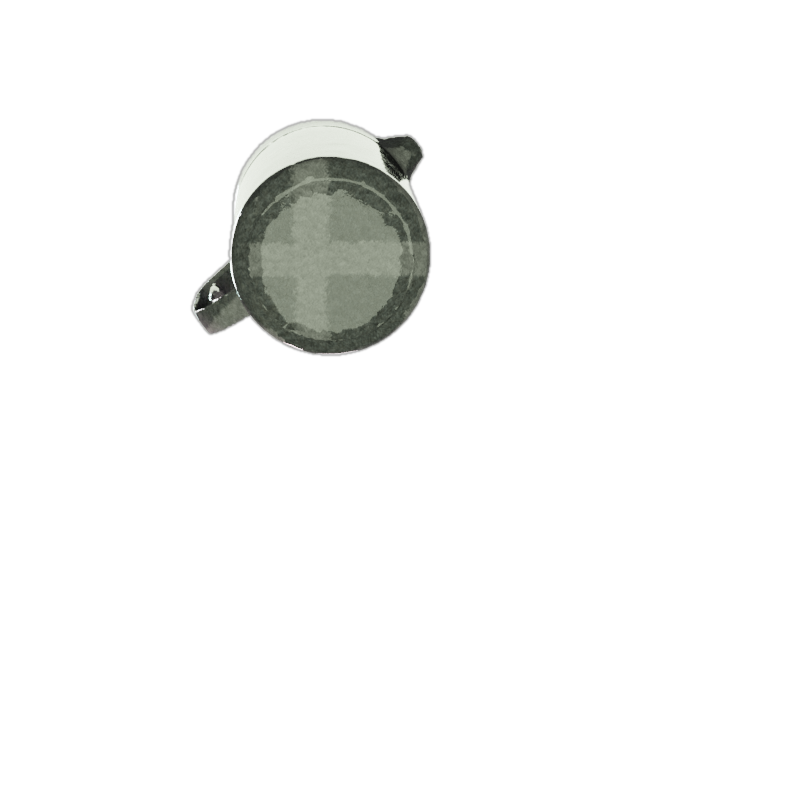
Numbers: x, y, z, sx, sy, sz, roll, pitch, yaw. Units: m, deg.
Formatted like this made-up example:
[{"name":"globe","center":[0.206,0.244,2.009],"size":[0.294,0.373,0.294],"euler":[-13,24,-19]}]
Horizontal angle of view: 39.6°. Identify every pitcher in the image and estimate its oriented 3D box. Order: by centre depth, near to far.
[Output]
[{"name":"pitcher","center":[-0.055,-0.100,0.702],"size":[0.144,0.146,0.250],"euler":[9,13,-6]}]
